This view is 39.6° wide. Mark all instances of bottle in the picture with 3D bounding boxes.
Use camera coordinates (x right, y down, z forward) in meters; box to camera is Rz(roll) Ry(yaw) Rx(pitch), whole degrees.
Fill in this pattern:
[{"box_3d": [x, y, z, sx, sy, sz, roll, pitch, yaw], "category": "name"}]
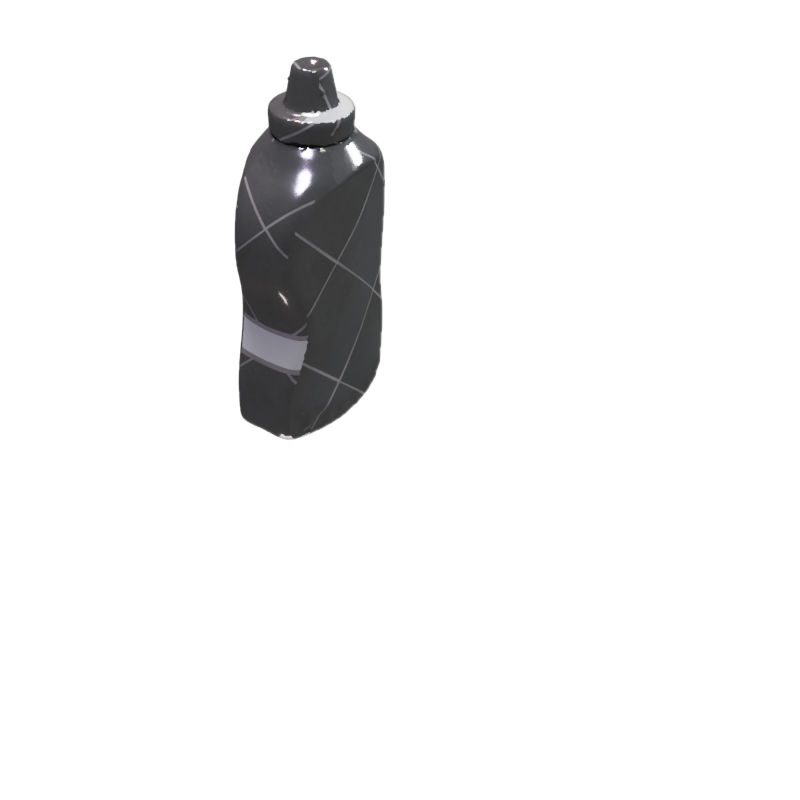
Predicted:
[{"box_3d": [-0.044, -0.079, 0.555, 0.061, 0.179, 0.097, 22, 40, 25], "category": "bottle"}]
